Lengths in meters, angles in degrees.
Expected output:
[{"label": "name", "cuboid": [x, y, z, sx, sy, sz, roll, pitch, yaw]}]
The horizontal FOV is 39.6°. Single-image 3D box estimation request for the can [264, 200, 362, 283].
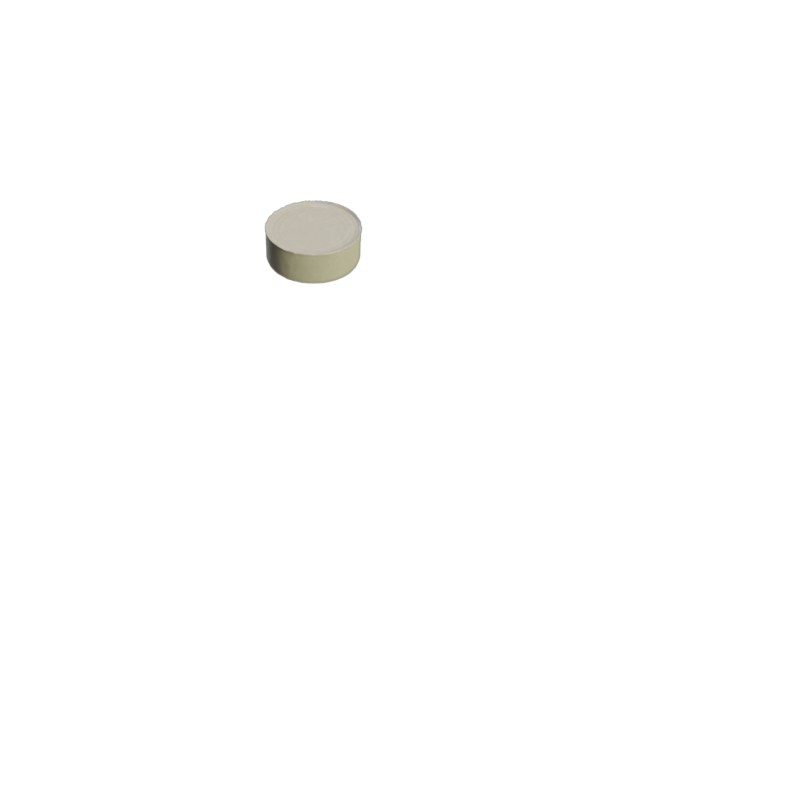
[{"label": "can", "cuboid": [-0.077, -0.140, 0.983, 0.086, 0.031, 0.092, -1, 40, -2]}]
